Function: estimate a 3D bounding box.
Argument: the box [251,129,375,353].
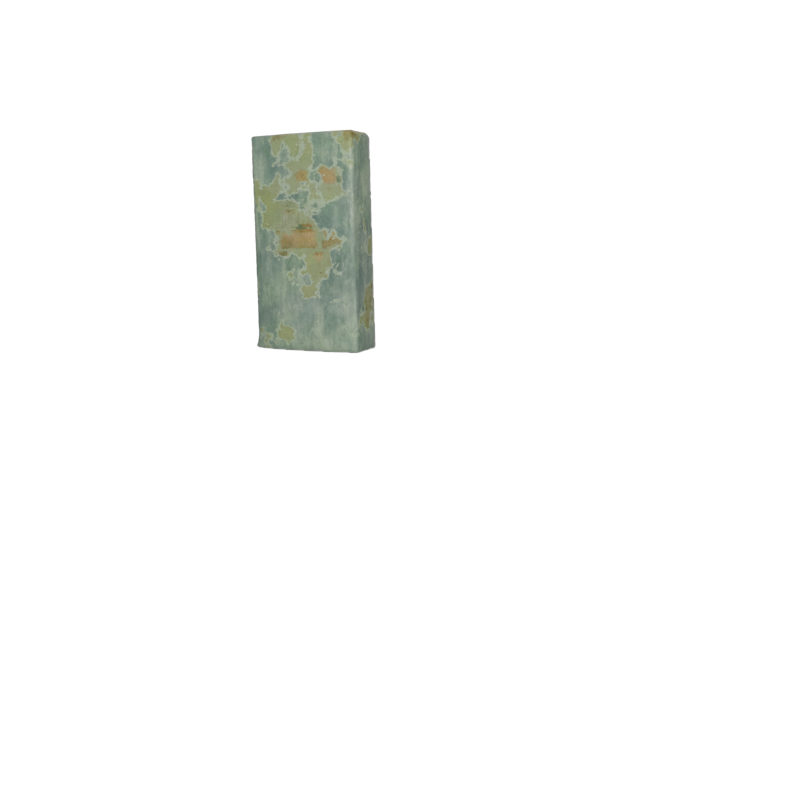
[{"bbox_3d":[-0.070,-0.129,0.904,0.096,0.176,0.046,0,0,25],"label":"box"}]
